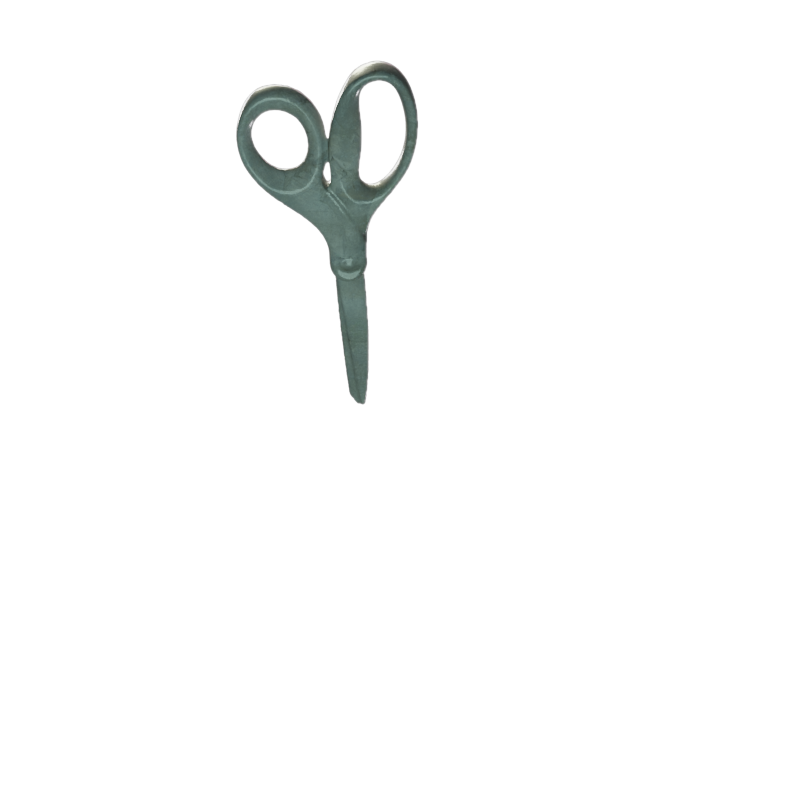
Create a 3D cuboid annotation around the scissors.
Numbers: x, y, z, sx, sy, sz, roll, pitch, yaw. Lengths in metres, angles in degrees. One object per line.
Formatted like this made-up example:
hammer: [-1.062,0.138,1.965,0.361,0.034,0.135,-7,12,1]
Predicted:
scissors: [-0.044,-0.081,0.567,0.095,0.191,0.017,11,34,-7]
